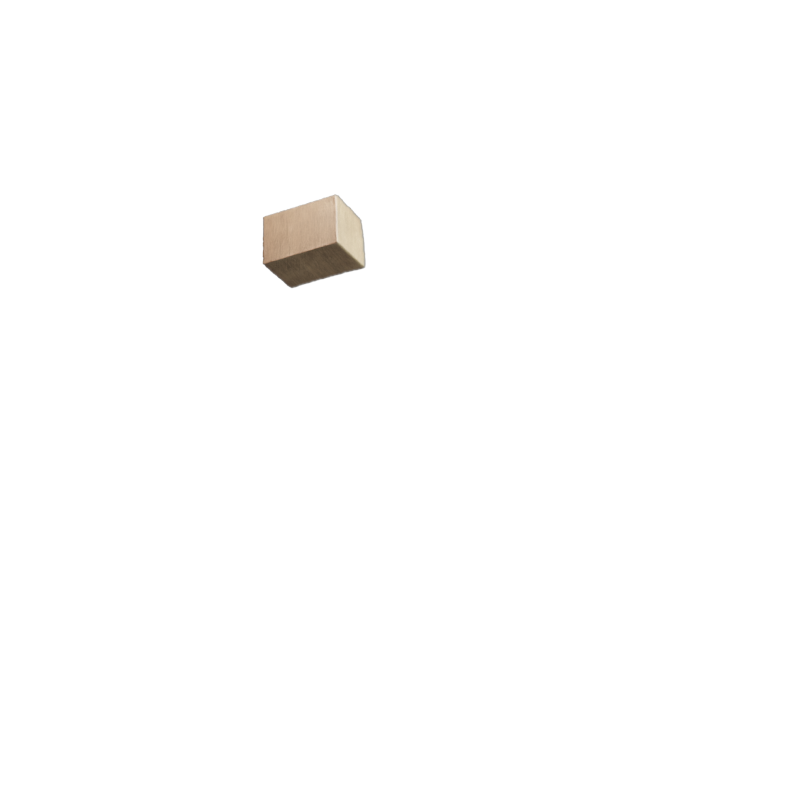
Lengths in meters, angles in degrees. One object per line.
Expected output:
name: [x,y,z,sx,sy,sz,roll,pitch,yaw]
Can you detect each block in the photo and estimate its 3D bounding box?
block: [-0.077,-0.140,0.984,0.079,0.054,0.049,-13,-29,23]
